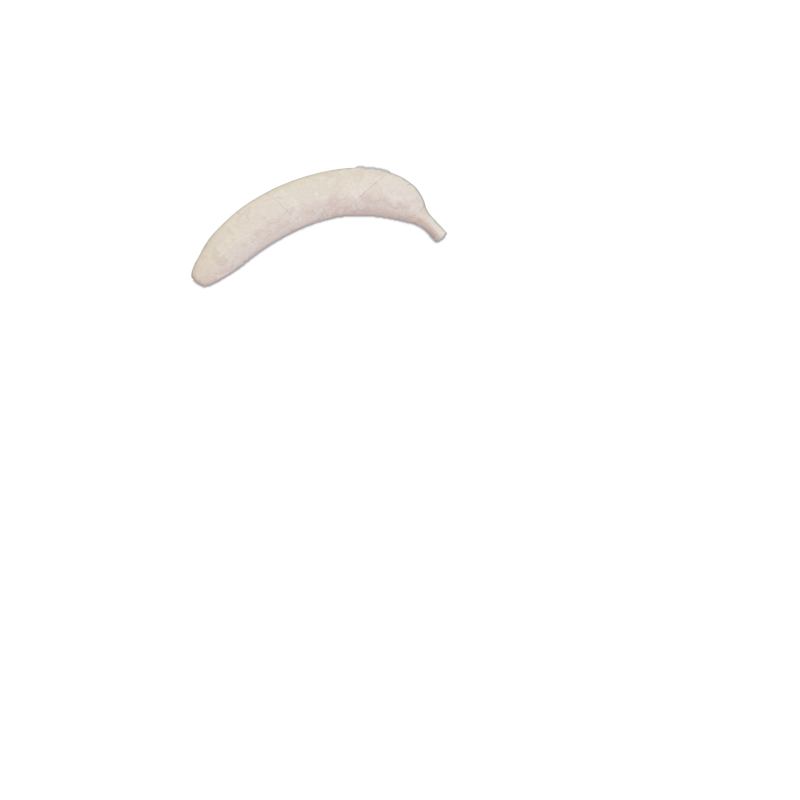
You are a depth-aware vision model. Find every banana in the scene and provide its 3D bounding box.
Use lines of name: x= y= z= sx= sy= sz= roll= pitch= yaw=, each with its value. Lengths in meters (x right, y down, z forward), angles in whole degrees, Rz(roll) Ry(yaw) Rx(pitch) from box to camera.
banana: x=-0.066 y=-0.138 z=0.844 sx=0.197 sy=0.073 sz=0.035 roll=-12 pitch=-17 yaw=-4
